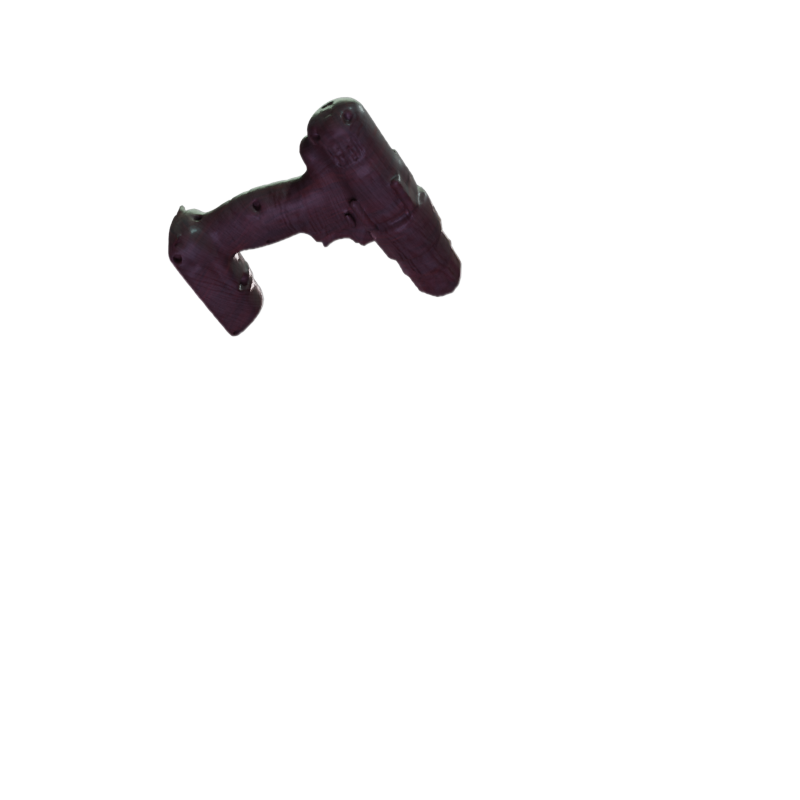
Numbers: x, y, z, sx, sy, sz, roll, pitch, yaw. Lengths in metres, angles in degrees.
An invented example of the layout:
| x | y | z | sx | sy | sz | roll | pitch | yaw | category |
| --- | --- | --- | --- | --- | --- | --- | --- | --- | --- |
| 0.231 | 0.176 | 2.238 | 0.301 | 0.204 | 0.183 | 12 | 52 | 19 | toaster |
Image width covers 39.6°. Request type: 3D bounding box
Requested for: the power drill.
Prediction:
| x | y | z | sx | sy | sz | roll | pitch | yaw | category |
| --- | --- | --- | --- | --- | --- | --- | --- | --- | --- |
| -0.066 | -0.120 | 0.841 | 0.188 | 0.172 | 0.061 | -25 | 31 | 16 | power drill |
